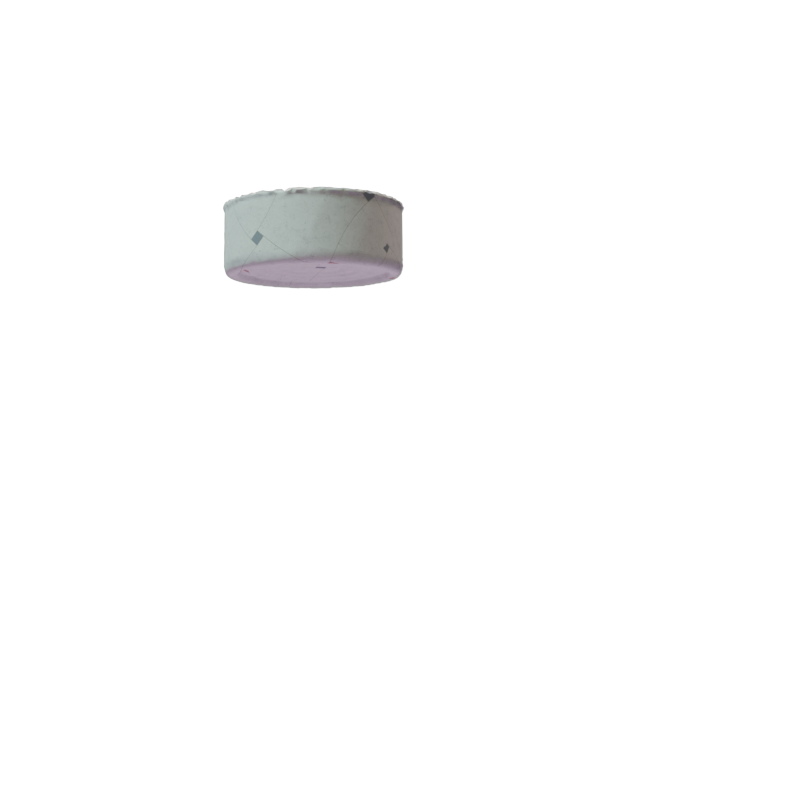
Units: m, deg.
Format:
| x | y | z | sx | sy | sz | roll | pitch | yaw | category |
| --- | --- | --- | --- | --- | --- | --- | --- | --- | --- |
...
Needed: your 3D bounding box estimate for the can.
| x | y | z | sx | sy | sz | roll | pitch | yaw | category |
| --- | --- | --- | --- | --- | --- | --- | --- | --- | --- |
| -0.041 | -0.075 | 0.525 | 0.086 | 0.034 | 0.085 | 0 | -4 | -2 | can |
